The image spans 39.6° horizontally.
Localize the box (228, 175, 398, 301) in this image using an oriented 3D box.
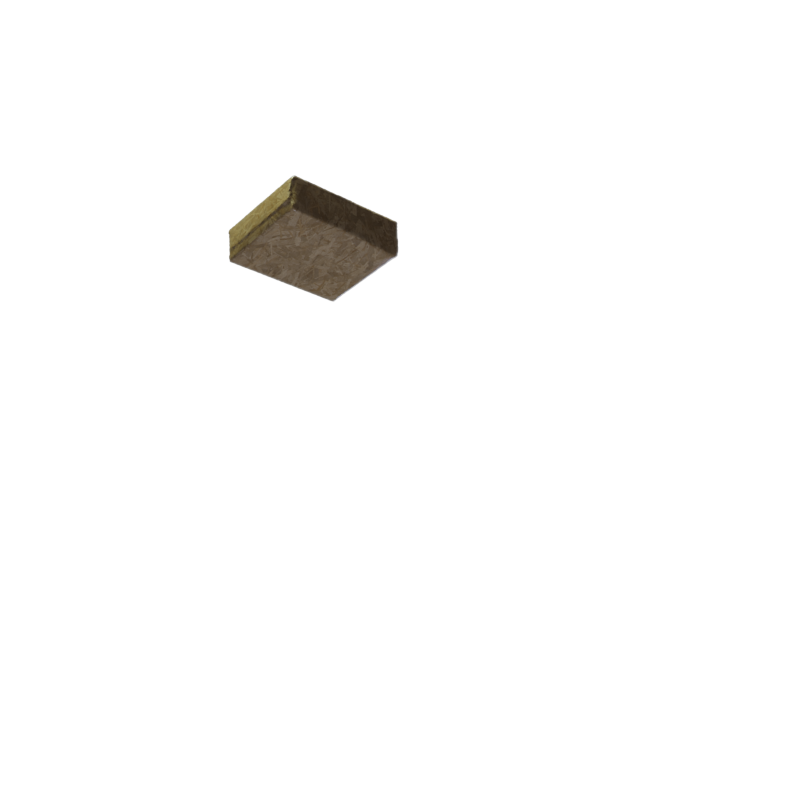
[{"bbox_3d":[-0.071,-0.130,0.911,0.107,0.041,0.089,23,-38,-33],"label":"box"}]
